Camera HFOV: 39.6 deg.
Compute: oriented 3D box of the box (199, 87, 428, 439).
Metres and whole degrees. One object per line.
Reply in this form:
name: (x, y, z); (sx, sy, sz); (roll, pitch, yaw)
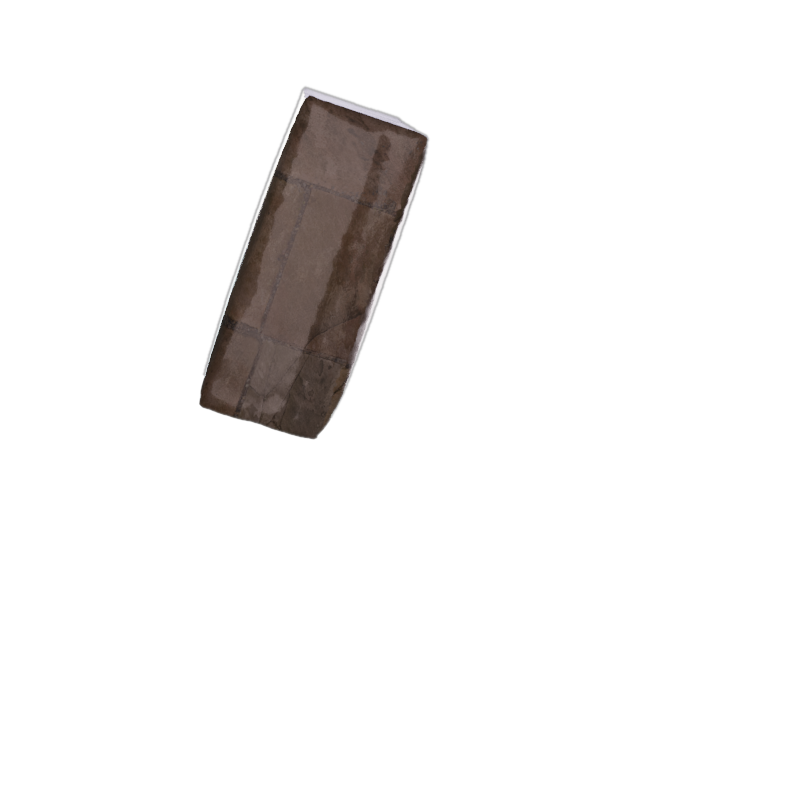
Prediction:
box: (-0.050, -0.091, 0.637); (0.071, 0.161, 0.220); (19, 12, -9)
